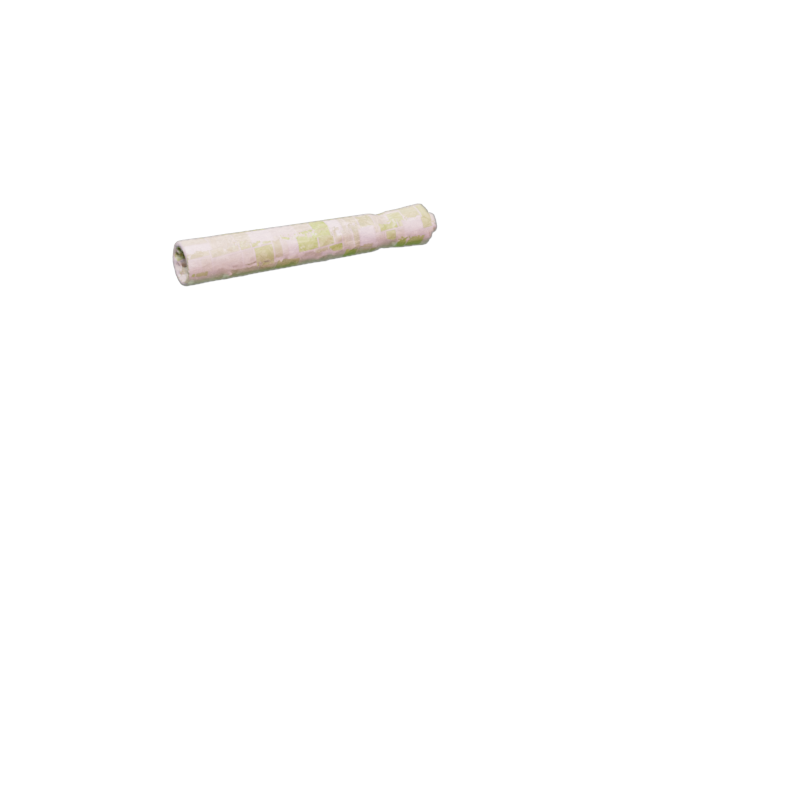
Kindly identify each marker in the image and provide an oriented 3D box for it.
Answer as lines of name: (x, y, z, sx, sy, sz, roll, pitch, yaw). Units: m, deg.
marker: (-0.037, -0.067, 0.471, 0.118, 0.019, 0.020, -14, 10, -27)
